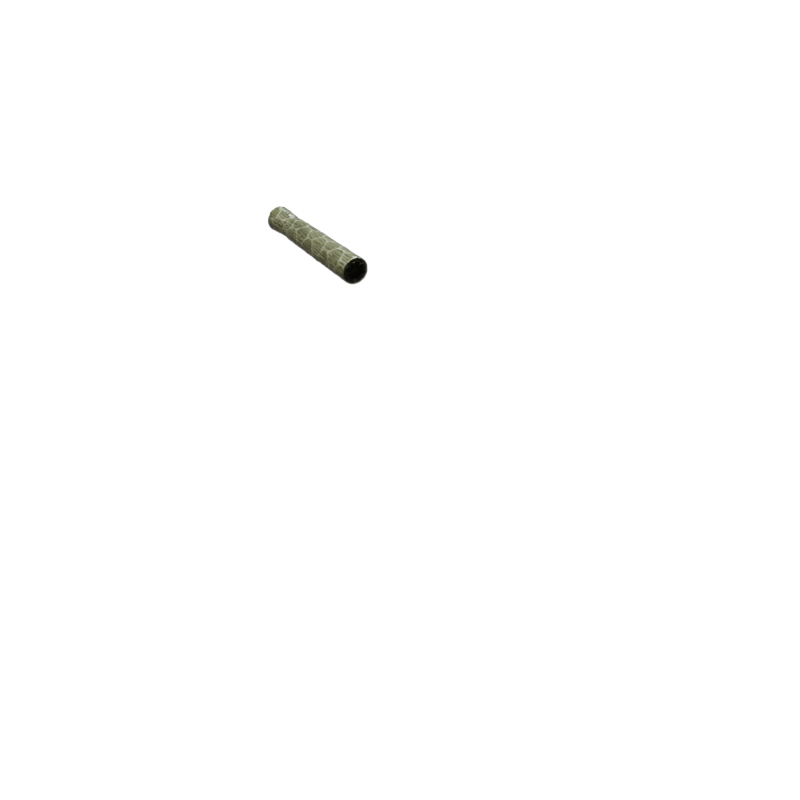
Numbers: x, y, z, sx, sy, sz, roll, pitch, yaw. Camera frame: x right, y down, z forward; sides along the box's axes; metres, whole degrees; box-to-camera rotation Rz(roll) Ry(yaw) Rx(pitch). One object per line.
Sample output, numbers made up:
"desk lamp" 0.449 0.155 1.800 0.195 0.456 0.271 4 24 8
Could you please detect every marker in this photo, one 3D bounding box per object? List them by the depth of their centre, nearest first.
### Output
"marker" -0.060 -0.109 0.766 0.019 0.019 0.130 -2 25 -31
